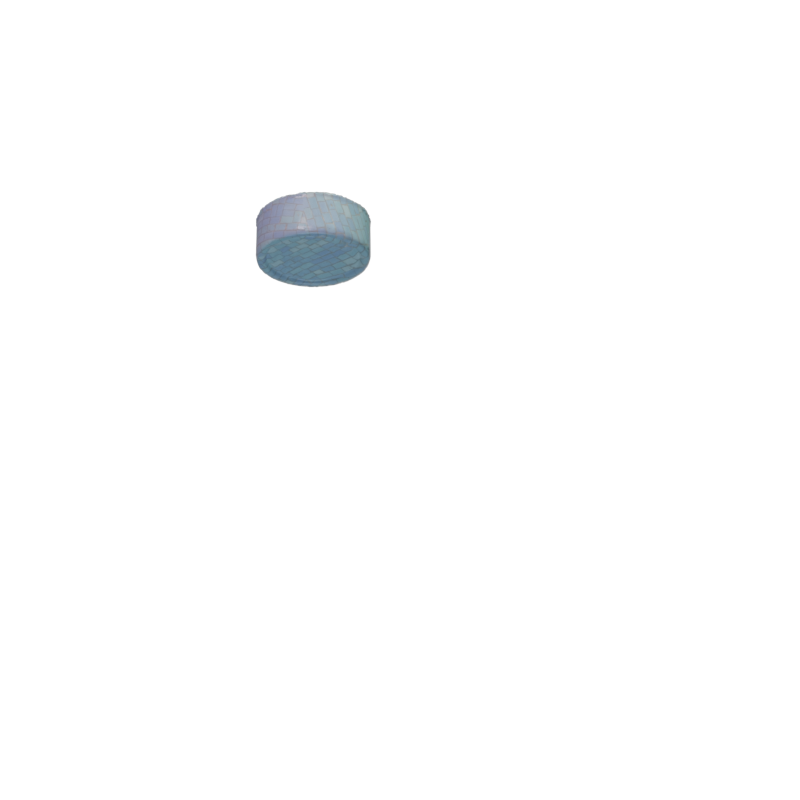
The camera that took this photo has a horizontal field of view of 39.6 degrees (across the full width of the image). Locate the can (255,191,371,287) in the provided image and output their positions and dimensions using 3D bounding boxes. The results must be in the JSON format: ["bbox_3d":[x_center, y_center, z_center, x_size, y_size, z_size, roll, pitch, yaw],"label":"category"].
[{"bbox_3d":[-0.064,-0.117,0.819,0.086,0.036,0.081,1,-25,-2],"label":"can"}]
